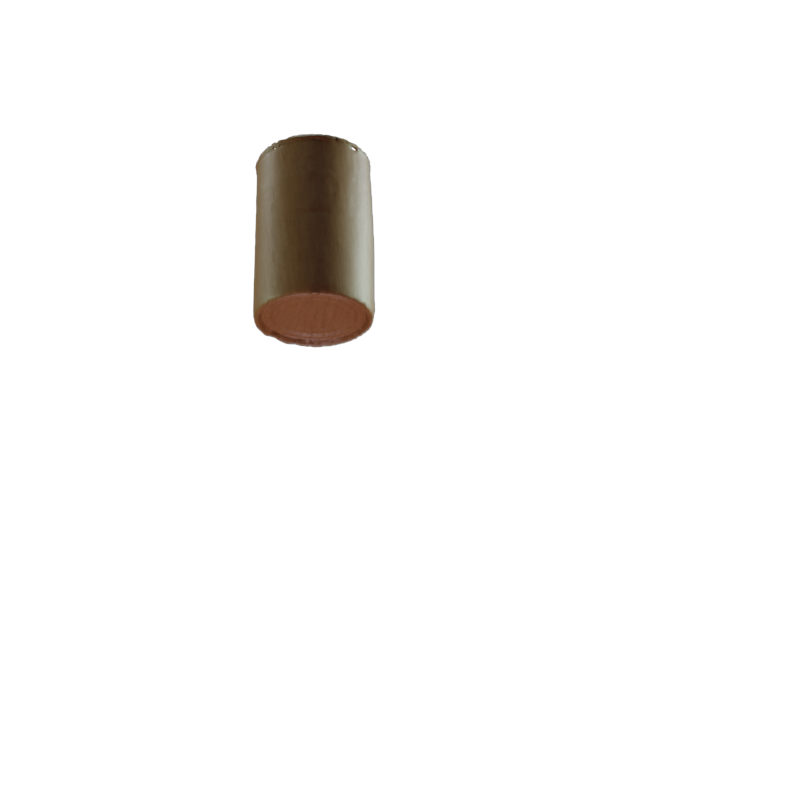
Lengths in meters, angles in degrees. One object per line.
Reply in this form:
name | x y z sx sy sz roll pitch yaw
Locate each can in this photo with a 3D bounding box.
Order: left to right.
can | -0.049 -0.090 0.627 0.068 0.109 0.065 0 -28 -2
